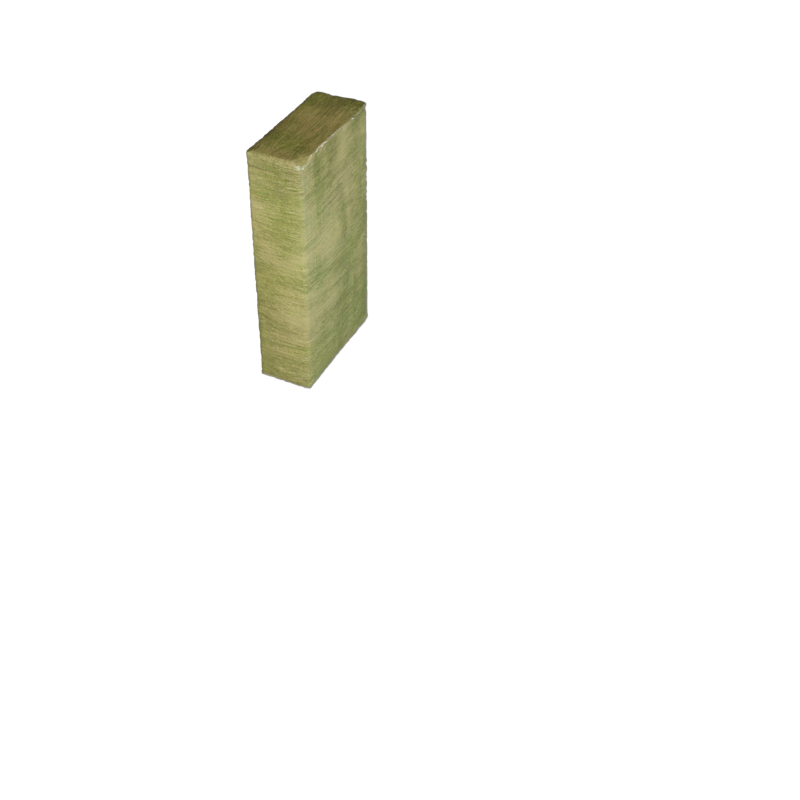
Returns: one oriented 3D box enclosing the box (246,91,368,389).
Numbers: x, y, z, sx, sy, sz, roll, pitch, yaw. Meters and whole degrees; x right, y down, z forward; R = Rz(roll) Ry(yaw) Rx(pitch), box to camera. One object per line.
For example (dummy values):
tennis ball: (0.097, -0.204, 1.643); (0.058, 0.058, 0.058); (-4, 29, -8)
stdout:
box: (-0.058, -0.105, 0.737); (0.050, 0.165, 0.096); (18, 41, 17)
